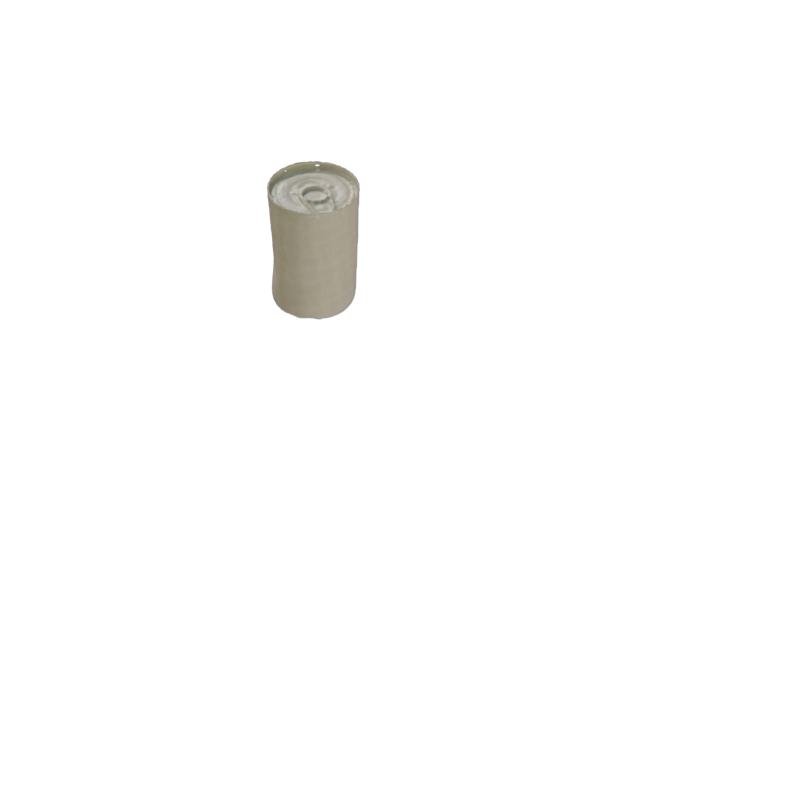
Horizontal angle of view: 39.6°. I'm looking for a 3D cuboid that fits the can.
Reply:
[{"bbox_3d":[-0.066,-0.120,0.838,0.068,0.095,0.073,0,41,-3],"label":"can"}]
